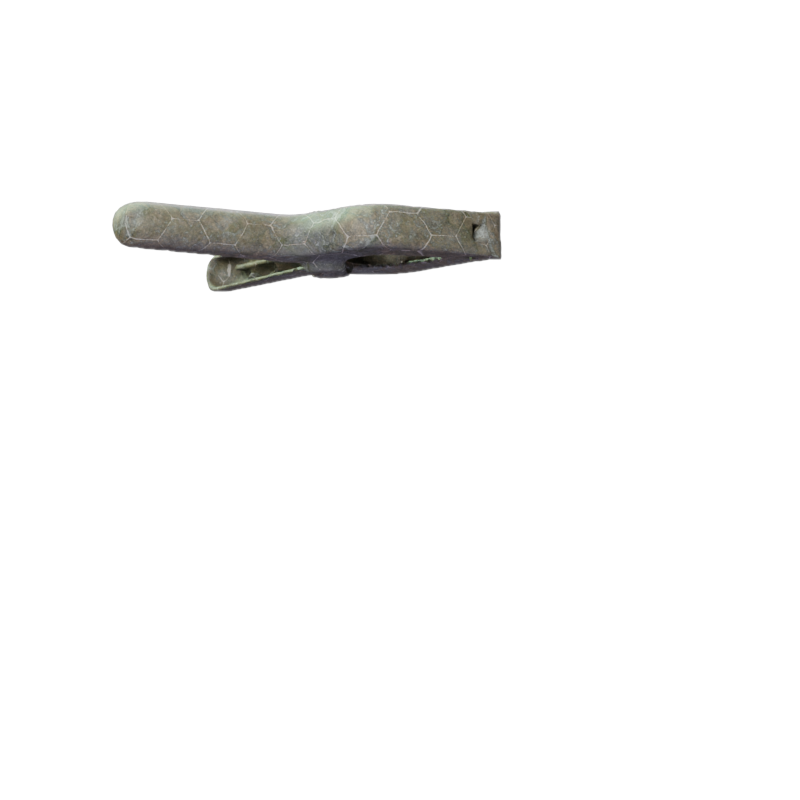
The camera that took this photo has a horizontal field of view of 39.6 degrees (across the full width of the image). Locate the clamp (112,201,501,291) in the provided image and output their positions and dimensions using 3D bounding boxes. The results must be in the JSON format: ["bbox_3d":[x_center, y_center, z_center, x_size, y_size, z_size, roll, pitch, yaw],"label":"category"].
[{"bbox_3d":[-0.050,-0.091,0.641,0.215,0.037,0.158,-1,-4,19],"label":"clamp"}]
